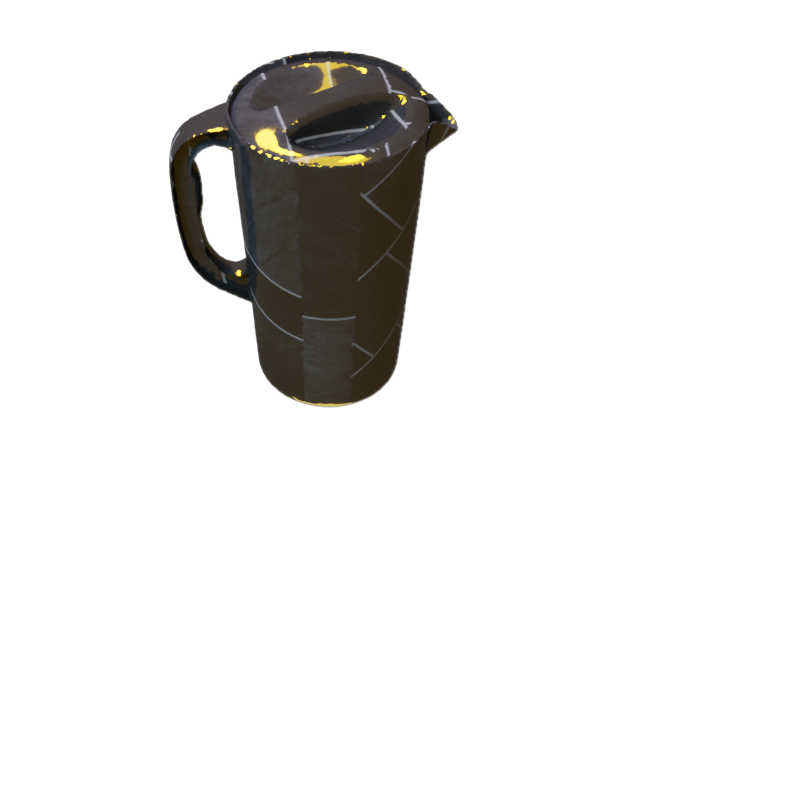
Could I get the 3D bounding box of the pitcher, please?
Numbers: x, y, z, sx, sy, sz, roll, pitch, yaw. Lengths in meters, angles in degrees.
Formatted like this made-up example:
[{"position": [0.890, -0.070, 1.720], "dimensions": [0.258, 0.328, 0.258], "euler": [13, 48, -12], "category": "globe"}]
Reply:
[{"position": [-0.061, -0.111, 0.778], "dimensions": [0.158, 0.226, 0.147], "euler": [30, 50, 25], "category": "pitcher"}]
